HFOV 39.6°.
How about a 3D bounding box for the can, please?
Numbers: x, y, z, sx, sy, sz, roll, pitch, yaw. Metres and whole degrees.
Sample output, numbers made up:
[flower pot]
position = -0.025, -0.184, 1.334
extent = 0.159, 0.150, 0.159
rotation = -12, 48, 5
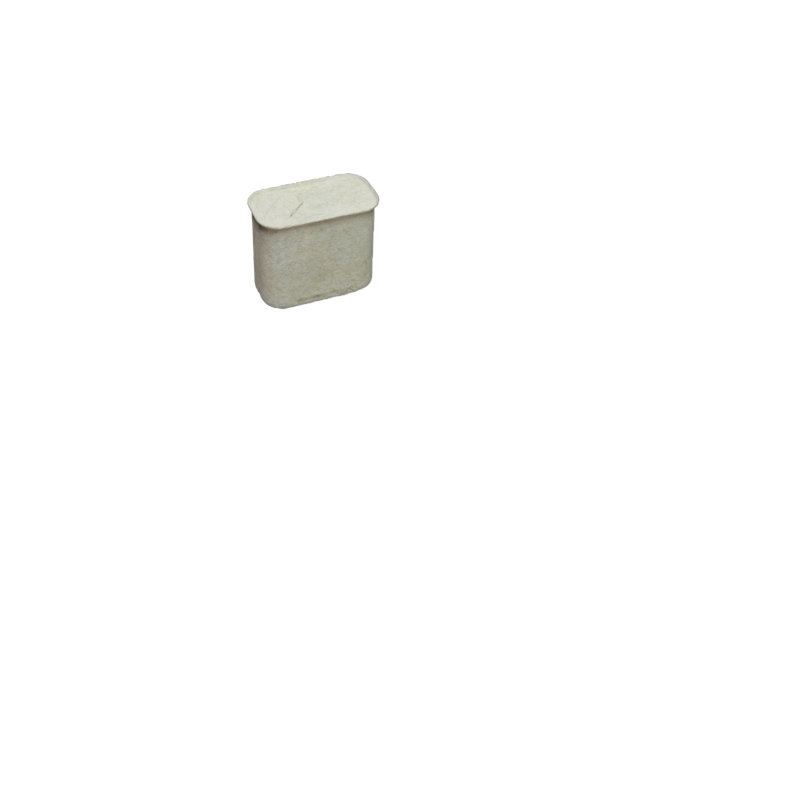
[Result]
[can]
position = -0.070, -0.128, 0.899
extent = 0.101, 0.078, 0.062
rotation = -14, 41, -18
